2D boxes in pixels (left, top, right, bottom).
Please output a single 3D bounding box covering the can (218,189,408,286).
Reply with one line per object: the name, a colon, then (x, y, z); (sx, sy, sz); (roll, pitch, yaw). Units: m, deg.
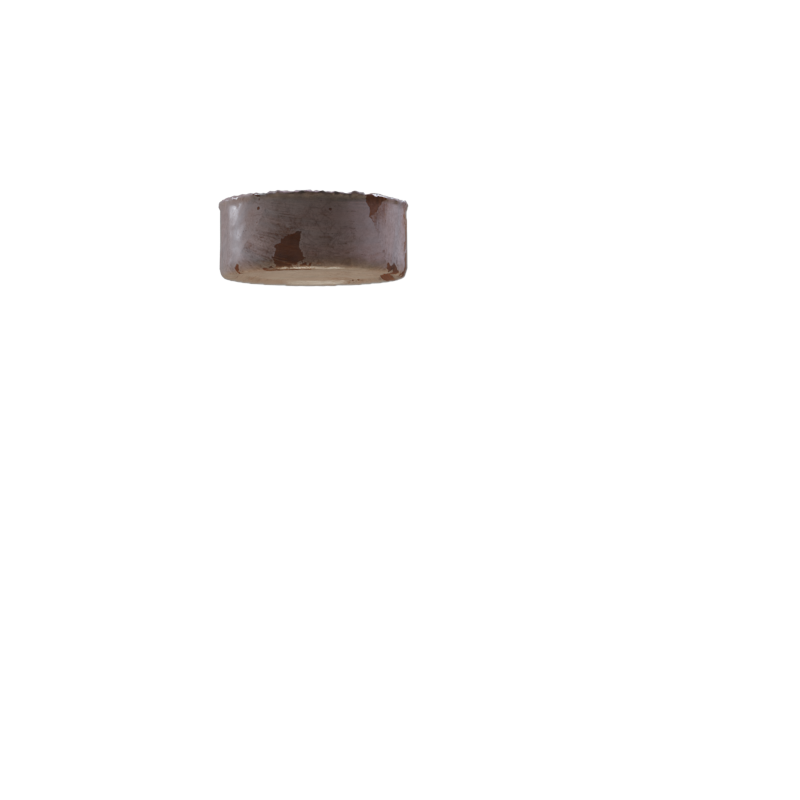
can: (-0.039, -0.071, 0.499); (0.086, 0.034, 0.085); (0, 0, -2)
